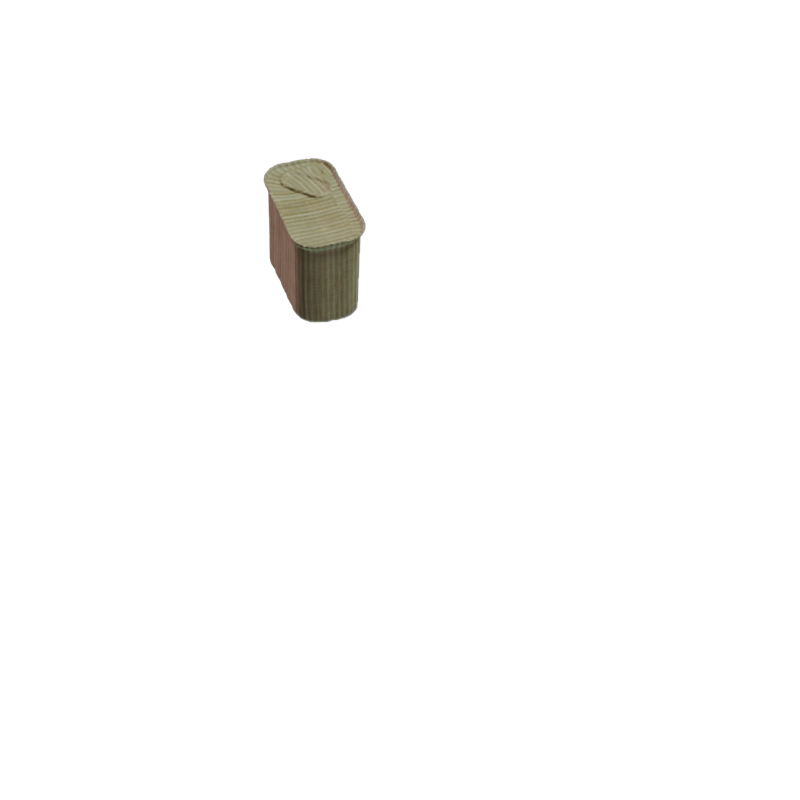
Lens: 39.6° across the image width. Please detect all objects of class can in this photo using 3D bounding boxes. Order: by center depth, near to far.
[{"bbox_3d":[-0.067,-0.122,0.853,0.057,0.078,0.110,-13,48,-15],"label":"can"}]
